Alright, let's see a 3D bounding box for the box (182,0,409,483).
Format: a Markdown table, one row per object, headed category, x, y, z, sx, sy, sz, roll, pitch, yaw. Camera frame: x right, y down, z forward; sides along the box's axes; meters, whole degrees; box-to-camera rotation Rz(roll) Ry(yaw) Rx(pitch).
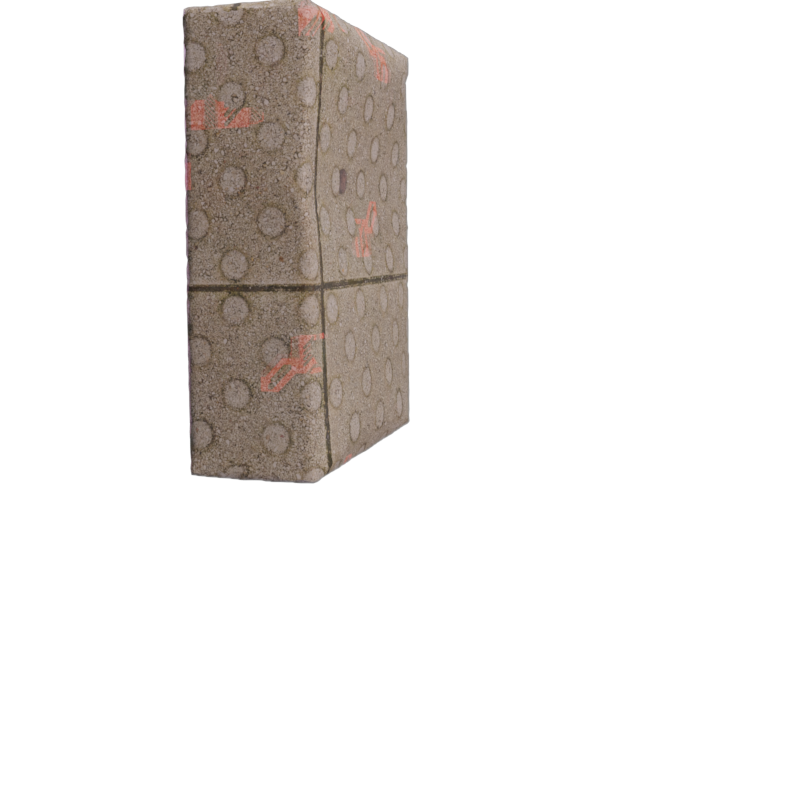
| category | x | y | z | sx | sy | sz | roll | pitch | yaw |
| --- | --- | --- | --- | --- | --- | --- | --- | --- | --- |
| box | -0.044 | -0.081 | 0.564 | 0.073 | 0.213 | 0.161 | 0 | 3 | 17 |
